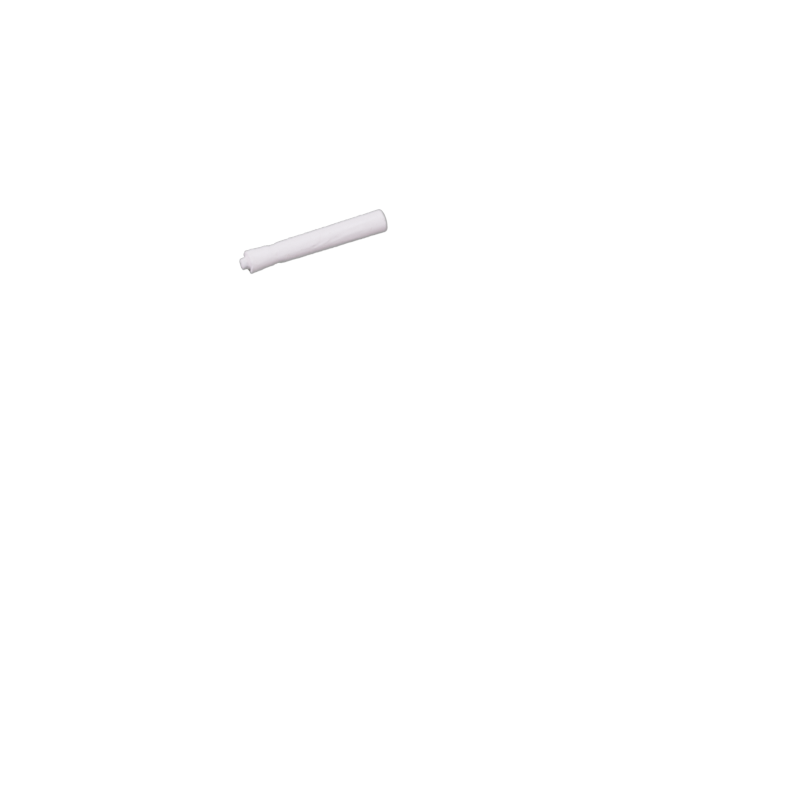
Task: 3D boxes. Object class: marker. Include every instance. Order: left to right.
[{"bbox_3d":[-0.068,-0.124,0.866,0.120,0.019,0.020,-20,10,-16],"label":"marker"}]
